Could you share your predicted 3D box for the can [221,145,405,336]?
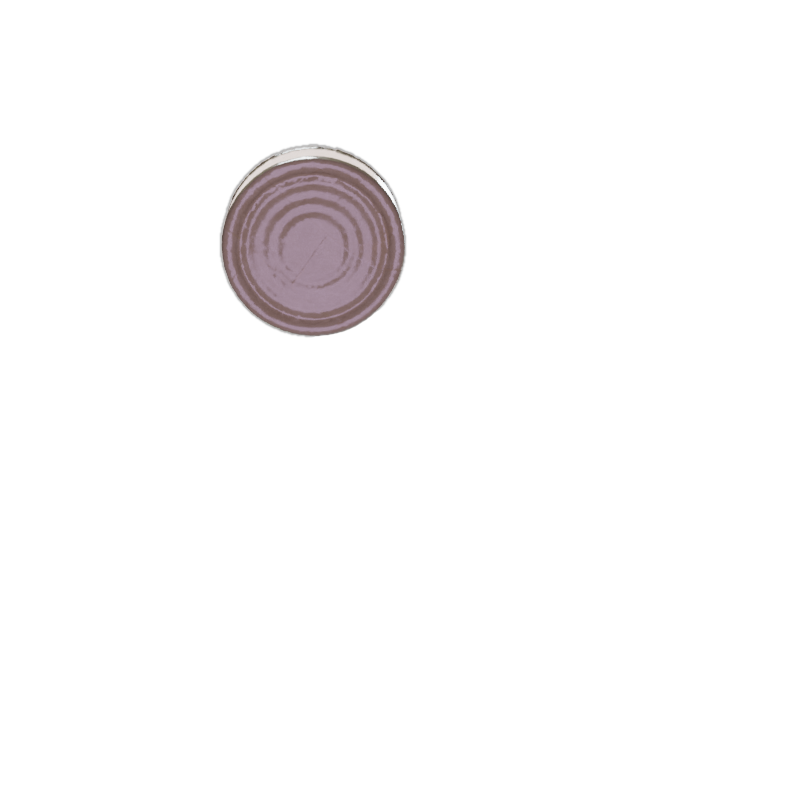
[{"bbox_3d":[-0.041,-0.074,0.517,0.086,0.083,0.035,0,14,-1],"label":"can"}]
